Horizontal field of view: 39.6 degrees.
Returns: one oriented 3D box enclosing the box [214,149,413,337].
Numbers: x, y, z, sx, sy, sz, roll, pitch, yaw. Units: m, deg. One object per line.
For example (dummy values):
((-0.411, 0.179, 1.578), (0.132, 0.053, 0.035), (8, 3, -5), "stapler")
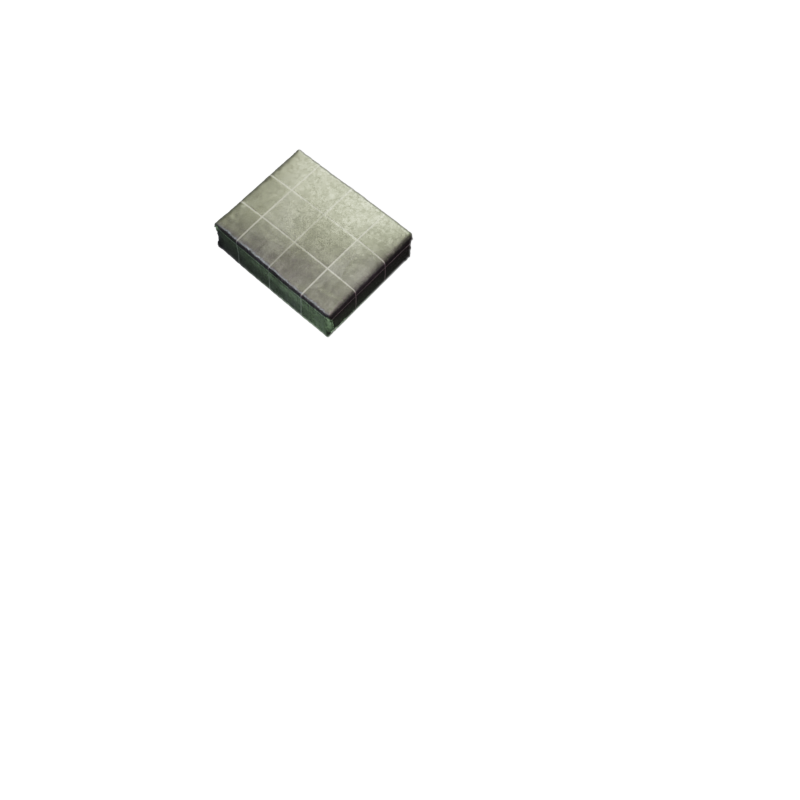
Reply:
((-0.062, -0.113, 0.793), (0.119, 0.091, 0.036), (37, -24, 19), "box")
